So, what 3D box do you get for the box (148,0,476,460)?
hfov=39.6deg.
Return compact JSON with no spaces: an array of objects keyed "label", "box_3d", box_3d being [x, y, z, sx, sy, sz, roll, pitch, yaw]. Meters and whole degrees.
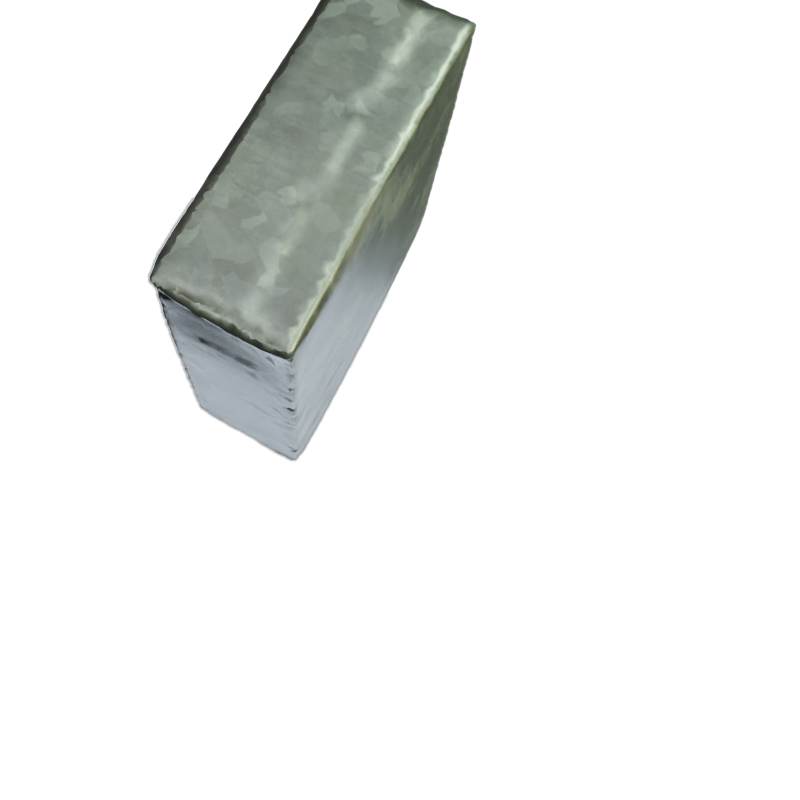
[{"label":"box","box_3d":[-0.042,-0.076,0.532,0.073,0.168,0.205,26,-16,3]}]
